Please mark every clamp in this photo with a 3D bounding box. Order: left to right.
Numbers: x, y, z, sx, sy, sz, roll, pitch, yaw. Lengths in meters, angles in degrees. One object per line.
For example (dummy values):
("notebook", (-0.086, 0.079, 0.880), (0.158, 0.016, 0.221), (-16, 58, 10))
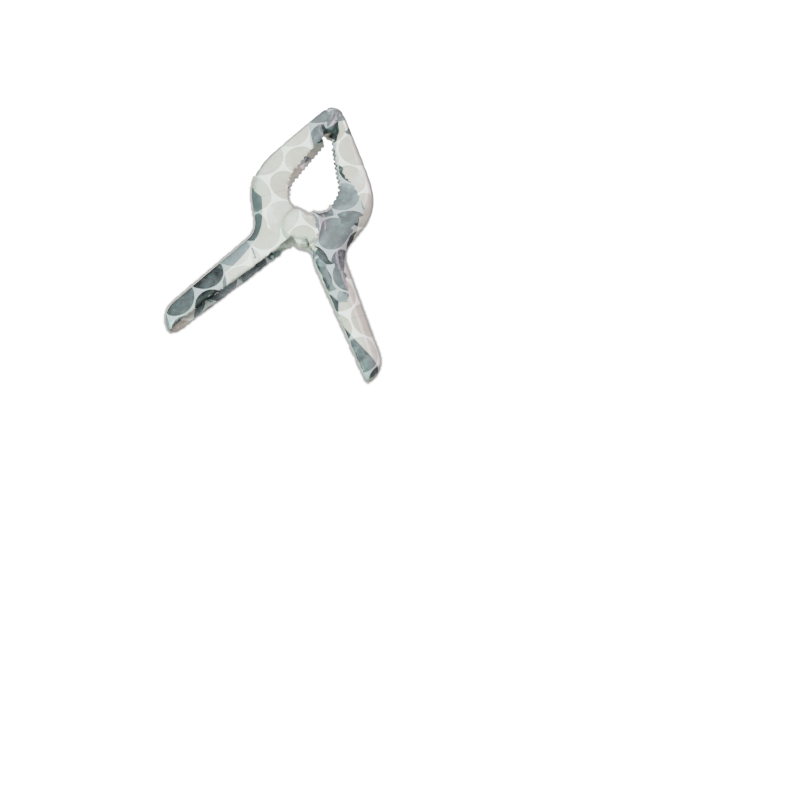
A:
("clamp", (-0.066, -0.121, 0.849), (0.166, 0.216, 0.035), (20, -15, 5))
